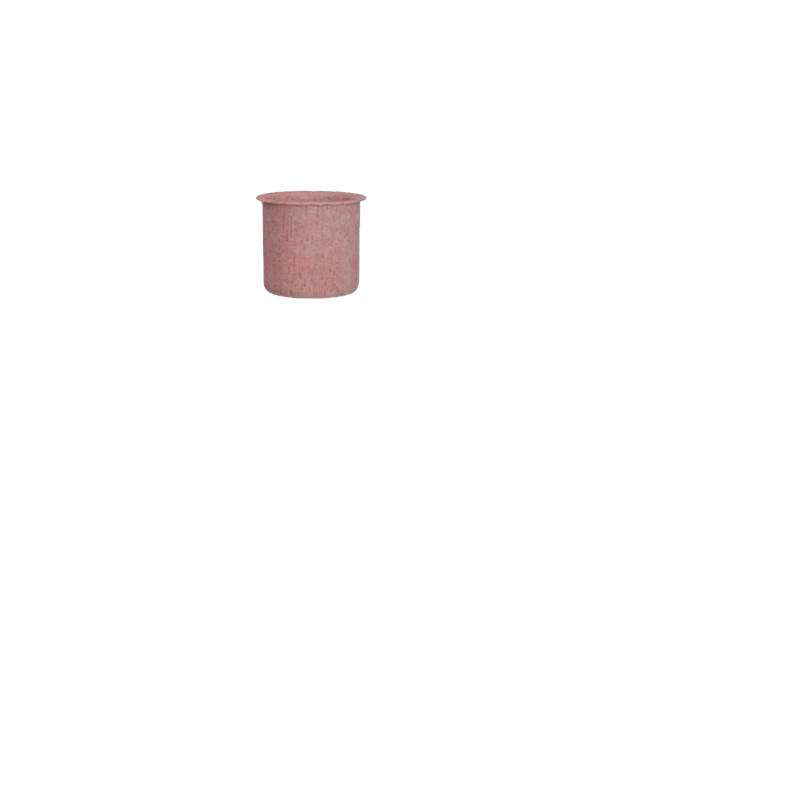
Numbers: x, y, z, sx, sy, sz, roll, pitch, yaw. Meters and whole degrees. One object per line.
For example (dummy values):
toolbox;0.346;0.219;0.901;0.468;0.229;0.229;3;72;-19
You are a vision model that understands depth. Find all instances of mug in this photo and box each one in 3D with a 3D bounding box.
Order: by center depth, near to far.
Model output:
mug;-0.074;-0.136;0.950;0.094;0.079;0.119;2;14;5
